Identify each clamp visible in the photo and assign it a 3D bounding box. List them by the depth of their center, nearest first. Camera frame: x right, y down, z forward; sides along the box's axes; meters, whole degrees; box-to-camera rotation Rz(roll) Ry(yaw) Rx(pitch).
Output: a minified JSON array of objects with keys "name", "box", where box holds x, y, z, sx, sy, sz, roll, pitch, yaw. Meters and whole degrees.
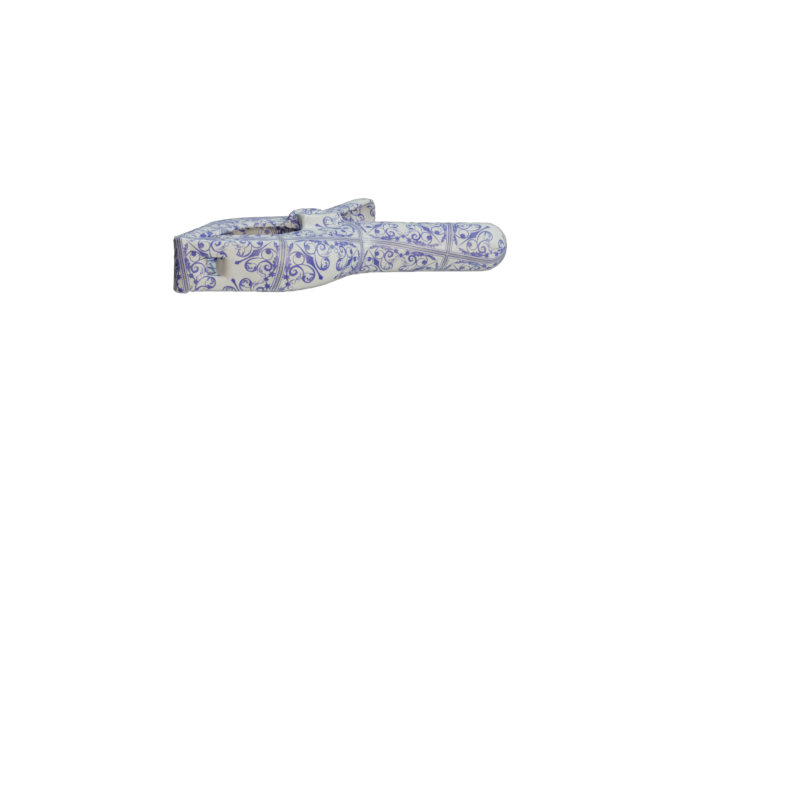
[{"name":"clamp","box":[-0.045,-0.082,0.578,0.167,0.038,0.126,-7,14,-29]}]
